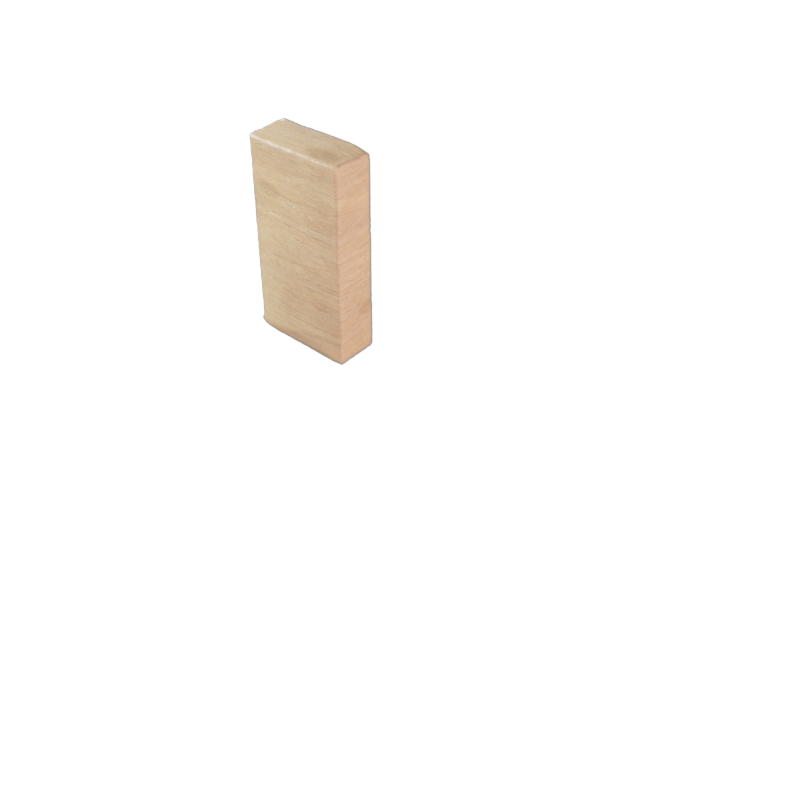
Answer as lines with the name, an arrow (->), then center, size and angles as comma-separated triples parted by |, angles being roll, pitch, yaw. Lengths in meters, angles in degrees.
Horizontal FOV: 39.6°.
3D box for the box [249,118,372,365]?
box -> -0.067, -0.124, 0.866 | 0.099, 0.165, 0.048 | 28, 41, 34
